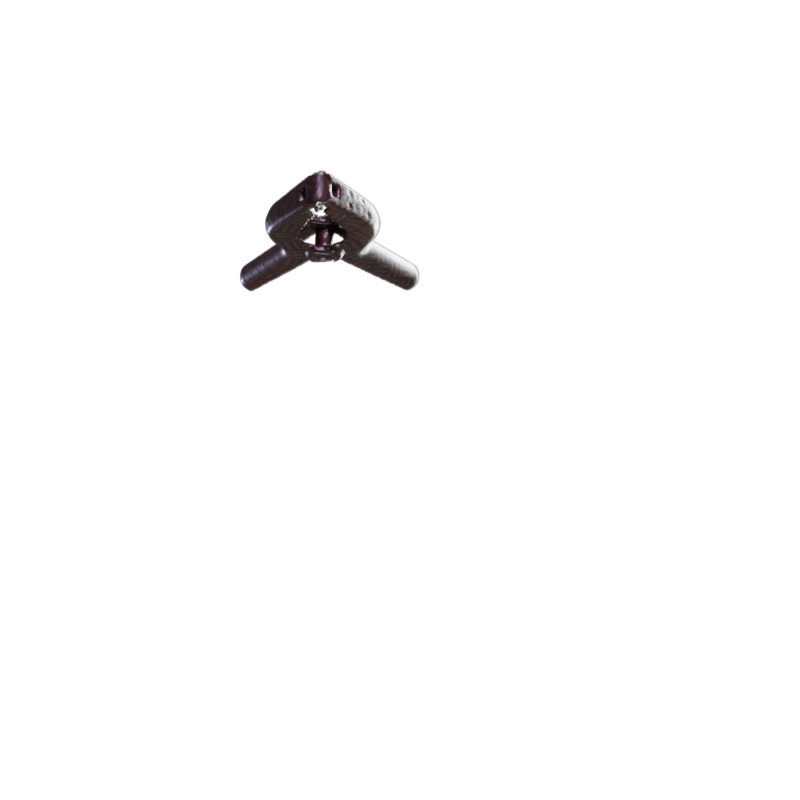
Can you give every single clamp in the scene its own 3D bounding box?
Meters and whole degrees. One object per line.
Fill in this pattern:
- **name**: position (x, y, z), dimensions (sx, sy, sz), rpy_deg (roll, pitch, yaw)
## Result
- **clamp**: position (-0.074, -0.135, 0.947), dimensions (0.166, 0.038, 0.199), rpy_deg (-2, -16, 7)
